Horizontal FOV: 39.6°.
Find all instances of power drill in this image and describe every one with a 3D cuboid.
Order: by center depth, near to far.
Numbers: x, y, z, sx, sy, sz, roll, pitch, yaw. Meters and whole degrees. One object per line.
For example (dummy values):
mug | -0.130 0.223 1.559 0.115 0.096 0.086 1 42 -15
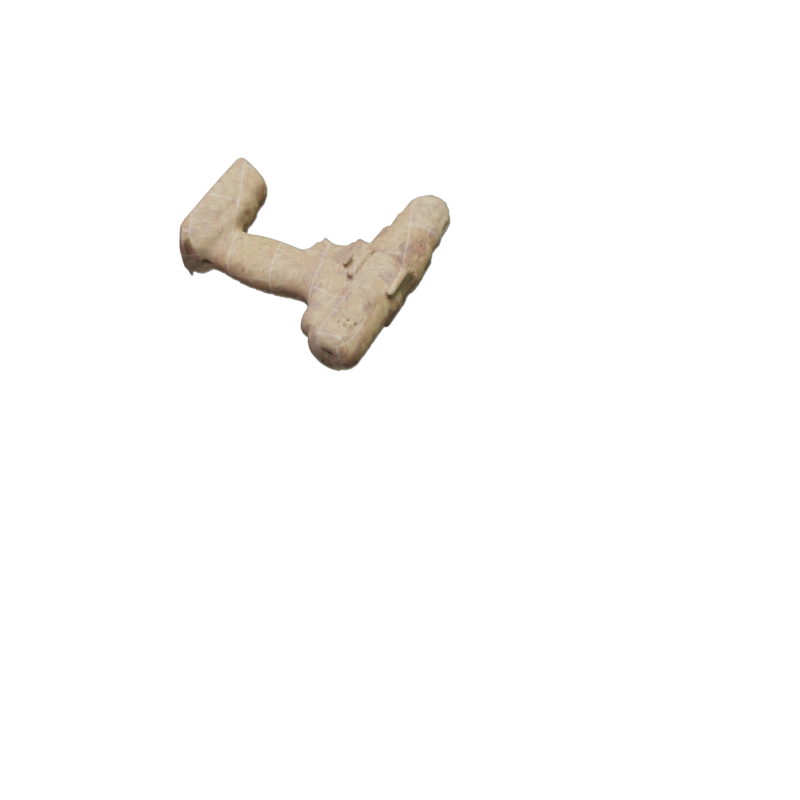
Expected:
power drill | -0.071 -0.130 0.910 0.195 0.190 0.053 24 -34 18
